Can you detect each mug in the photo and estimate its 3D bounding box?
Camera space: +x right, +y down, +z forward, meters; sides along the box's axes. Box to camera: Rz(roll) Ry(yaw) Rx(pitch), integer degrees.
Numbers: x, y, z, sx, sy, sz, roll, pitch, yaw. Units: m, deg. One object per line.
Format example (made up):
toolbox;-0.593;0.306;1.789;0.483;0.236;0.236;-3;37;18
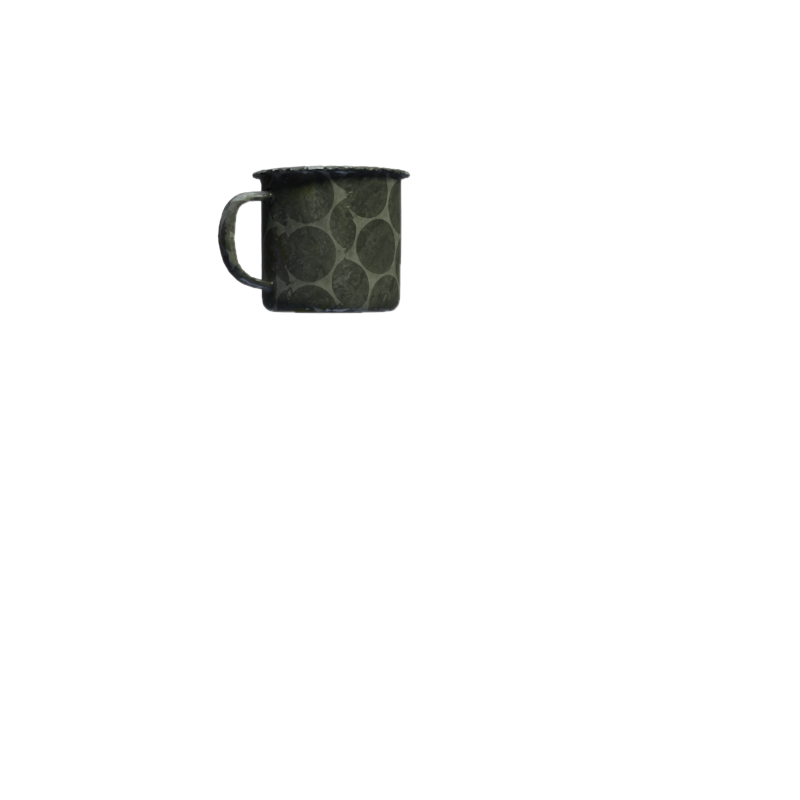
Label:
mug;-0.051;-0.092;0.645;0.113;0.081;0.097;-2;4;-32
